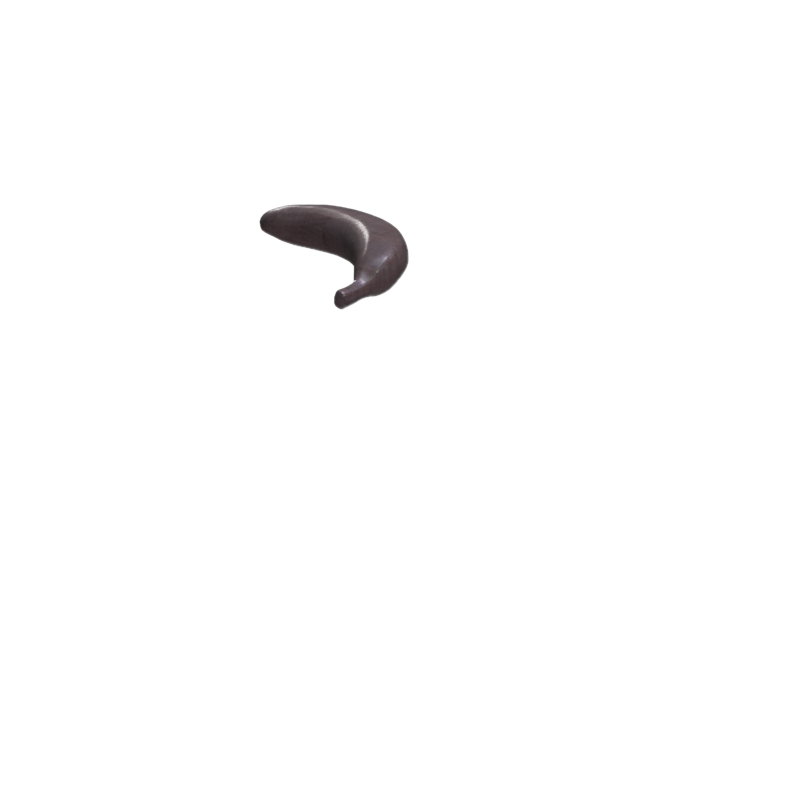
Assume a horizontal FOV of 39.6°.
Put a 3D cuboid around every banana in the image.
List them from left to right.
[{"bbox_3d":[-0.041,-0.109,0.759,0.068,0.035,0.210,-7,22,-18],"label":"banana"}]
